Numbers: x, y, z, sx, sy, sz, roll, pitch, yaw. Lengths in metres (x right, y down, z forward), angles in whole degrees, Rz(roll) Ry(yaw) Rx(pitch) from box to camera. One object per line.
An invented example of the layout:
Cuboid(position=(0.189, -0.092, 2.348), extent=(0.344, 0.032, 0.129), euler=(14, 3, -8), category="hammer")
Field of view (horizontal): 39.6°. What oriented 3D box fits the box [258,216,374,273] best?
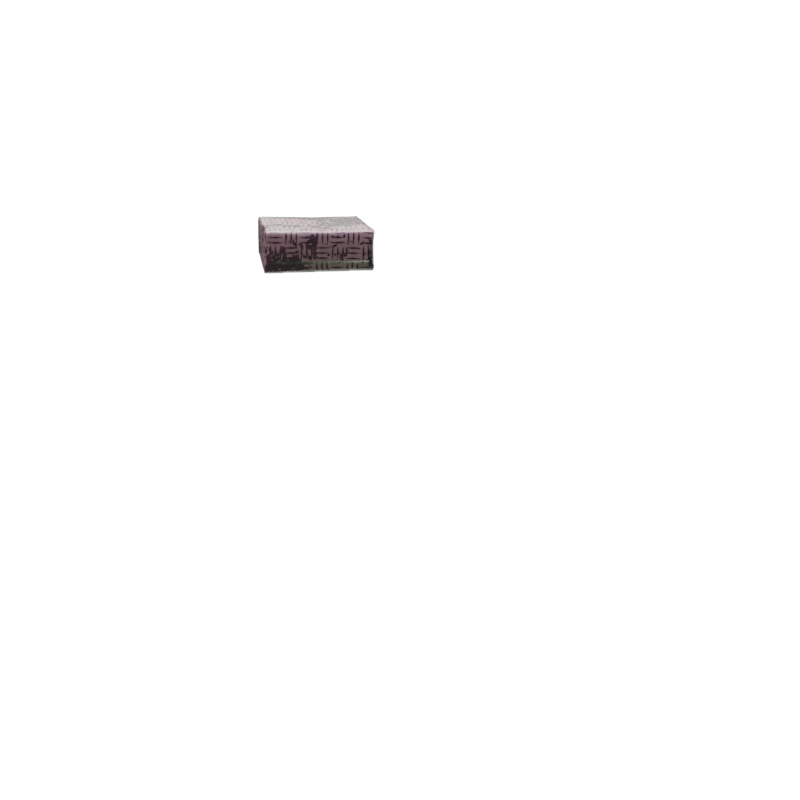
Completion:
Cuboid(position=(-0.060, -0.109, 0.764), extent=(0.072, 0.029, 0.092), euler=(-2, 15, -7), category="box")
